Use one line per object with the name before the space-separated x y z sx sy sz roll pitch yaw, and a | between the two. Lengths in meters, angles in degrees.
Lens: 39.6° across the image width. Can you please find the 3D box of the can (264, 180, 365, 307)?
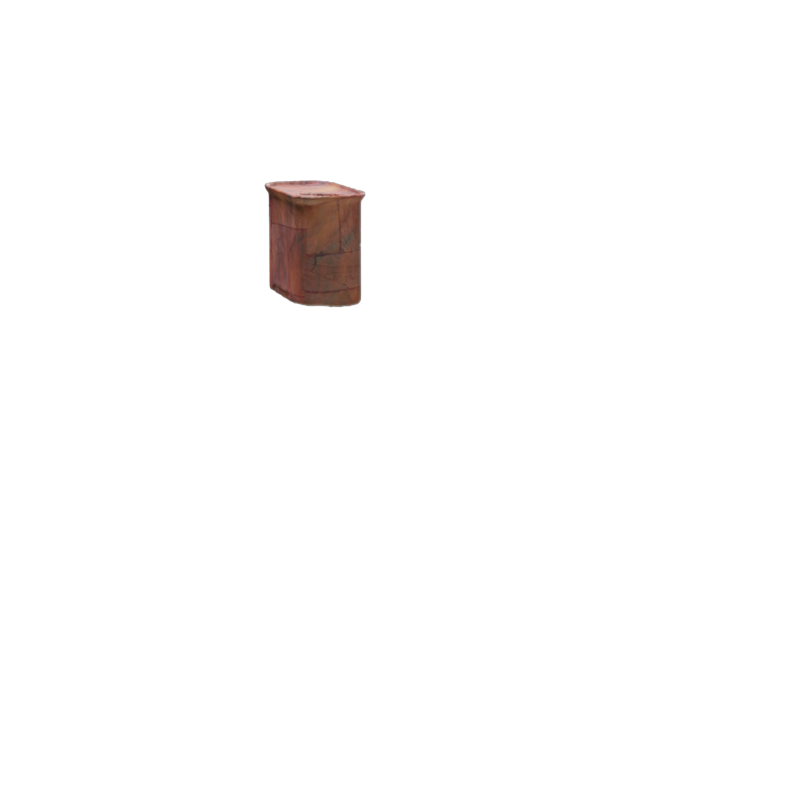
can | -0.066 -0.121 0.848 0.056 0.082 0.107 -4 15 -22
